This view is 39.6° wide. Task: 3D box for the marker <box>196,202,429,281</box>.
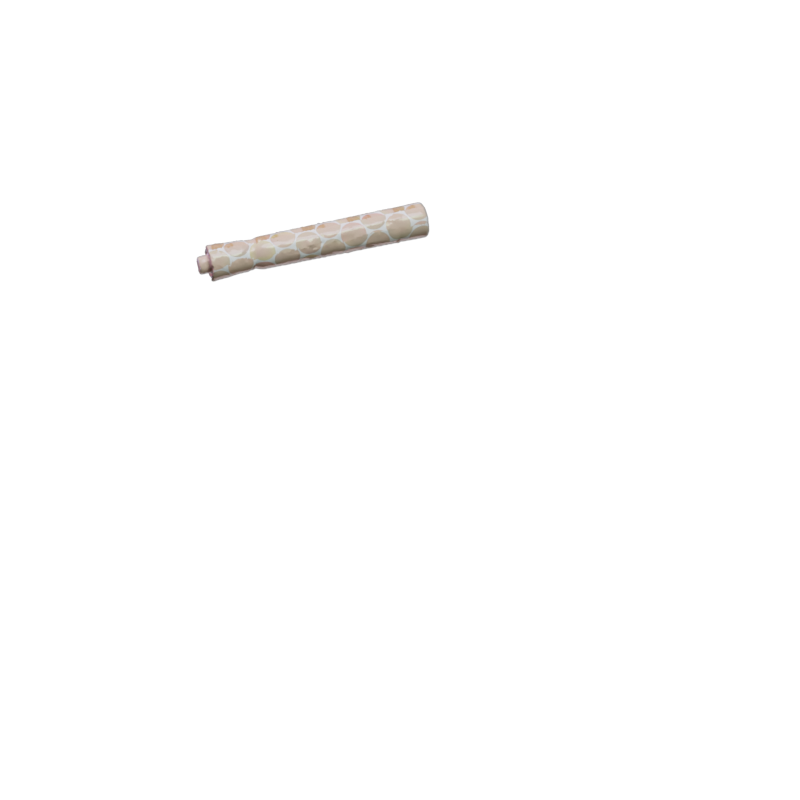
[{"bbox_3d":[-0.044,-0.081,0.568,0.120,0.019,0.020,-13,7,-13],"label":"marker"}]
